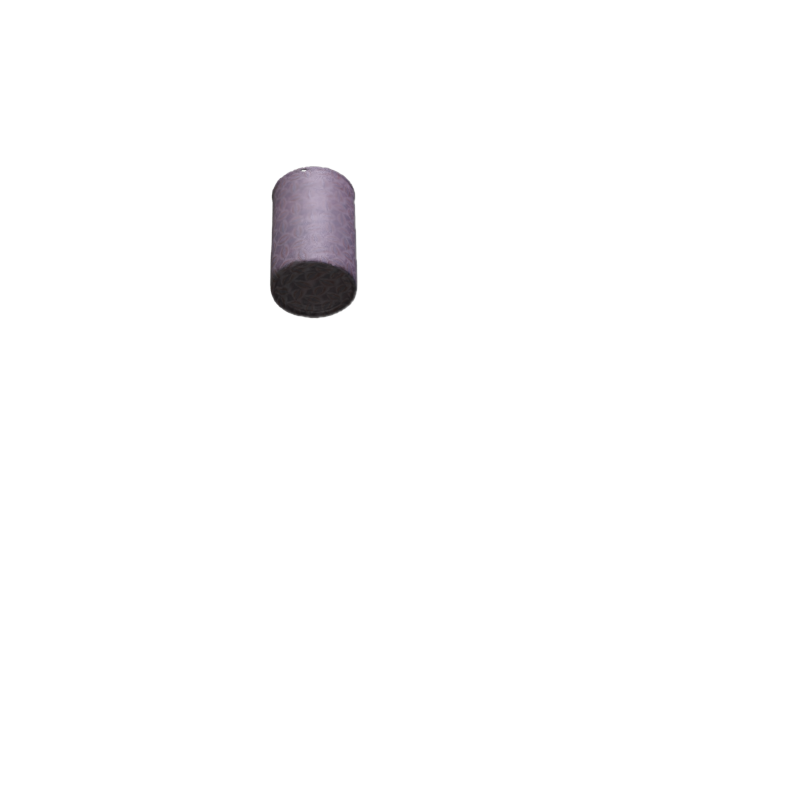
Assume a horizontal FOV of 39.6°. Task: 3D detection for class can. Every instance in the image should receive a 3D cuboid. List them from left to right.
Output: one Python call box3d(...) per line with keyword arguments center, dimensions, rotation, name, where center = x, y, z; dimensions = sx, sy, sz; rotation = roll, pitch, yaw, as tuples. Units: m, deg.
box3d(center=(-0.068, -0.124, 0.865), dimensions=(0.068, 0.110, 0.064), rotation=(-1, -40, -3), name="can")
